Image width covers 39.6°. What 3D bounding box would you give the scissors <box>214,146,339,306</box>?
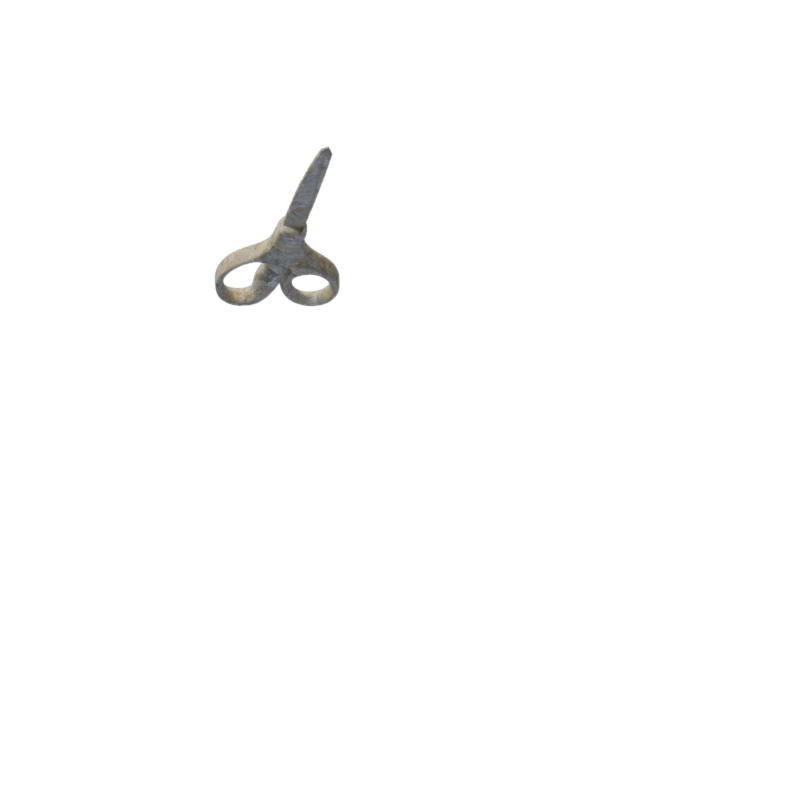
[{"bbox_3d":[-0.057,-0.104,0.729,0.092,0.017,0.199,13,-26,-29],"label":"scissors"}]
